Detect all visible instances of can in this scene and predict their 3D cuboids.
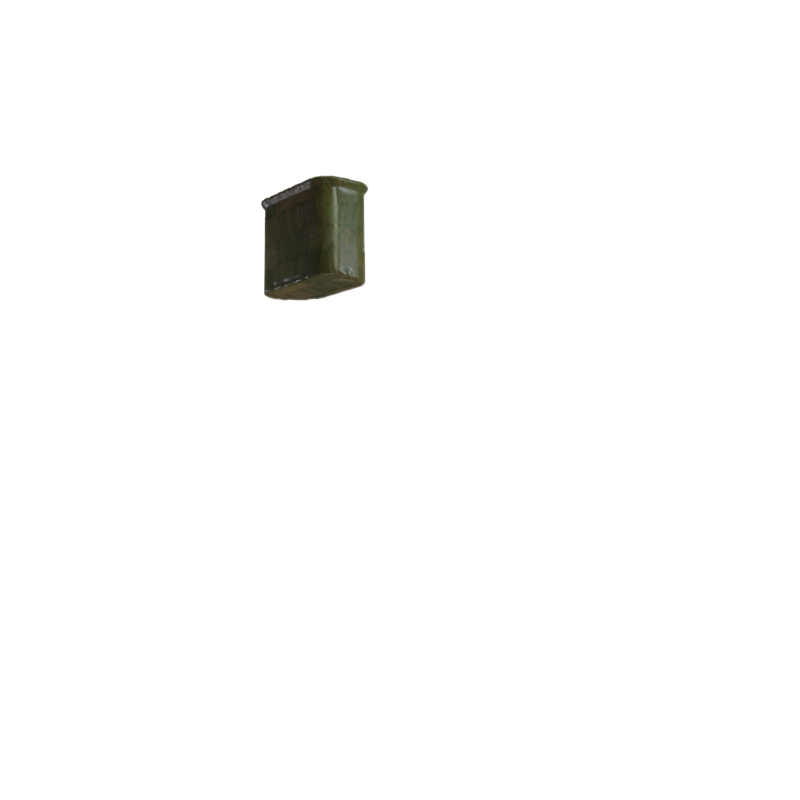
[{"bbox_3d":[-0.073,-0.133,0.932,0.055,0.087,0.104,10,-16,-38],"label":"can"}]
